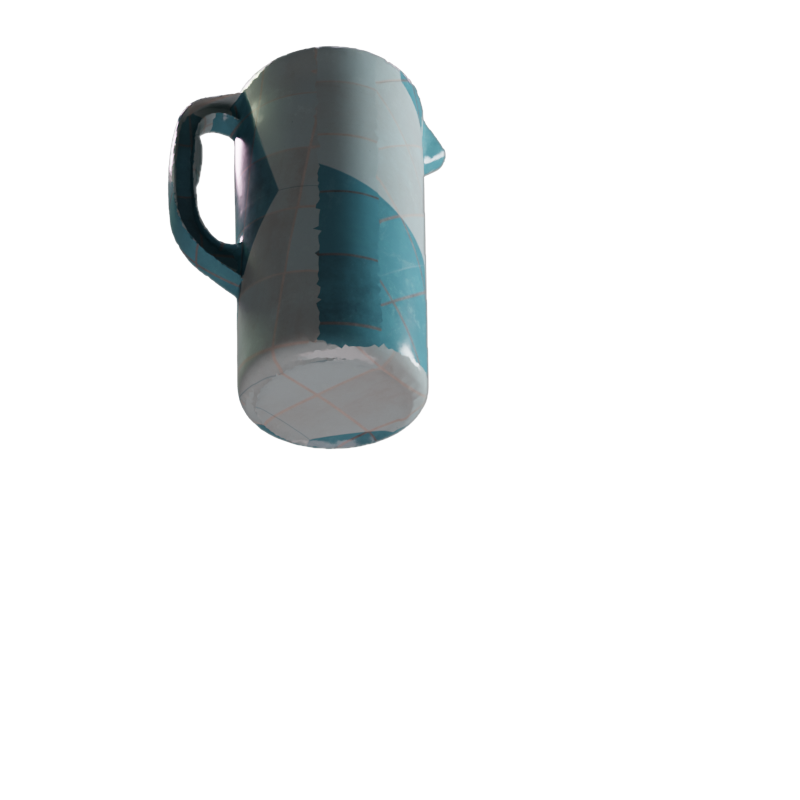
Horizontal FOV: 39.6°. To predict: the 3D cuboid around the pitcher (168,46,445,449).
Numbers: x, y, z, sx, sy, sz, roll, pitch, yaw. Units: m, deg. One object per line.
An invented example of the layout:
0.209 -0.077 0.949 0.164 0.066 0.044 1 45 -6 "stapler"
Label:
-0.054 -0.099 0.695 0.150 0.261 0.134 -19 -41 20 "pitcher"
